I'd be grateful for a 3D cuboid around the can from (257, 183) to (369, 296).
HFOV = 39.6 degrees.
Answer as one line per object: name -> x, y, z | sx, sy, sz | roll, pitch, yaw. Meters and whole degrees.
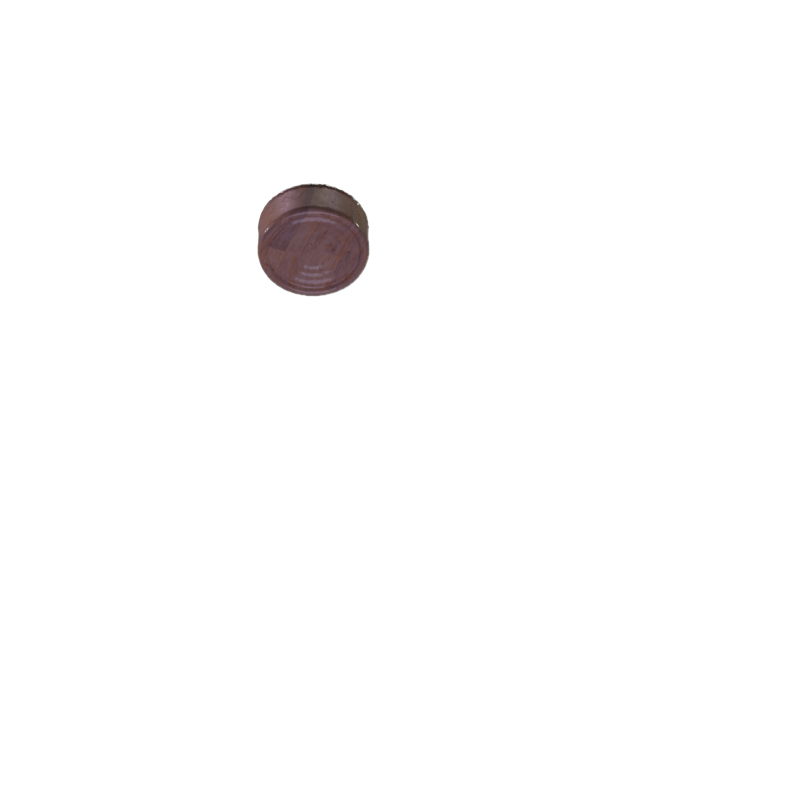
can -> -0.066, -0.121, 0.844 | 0.086, 0.080, 0.036 | 1, 41, -1
